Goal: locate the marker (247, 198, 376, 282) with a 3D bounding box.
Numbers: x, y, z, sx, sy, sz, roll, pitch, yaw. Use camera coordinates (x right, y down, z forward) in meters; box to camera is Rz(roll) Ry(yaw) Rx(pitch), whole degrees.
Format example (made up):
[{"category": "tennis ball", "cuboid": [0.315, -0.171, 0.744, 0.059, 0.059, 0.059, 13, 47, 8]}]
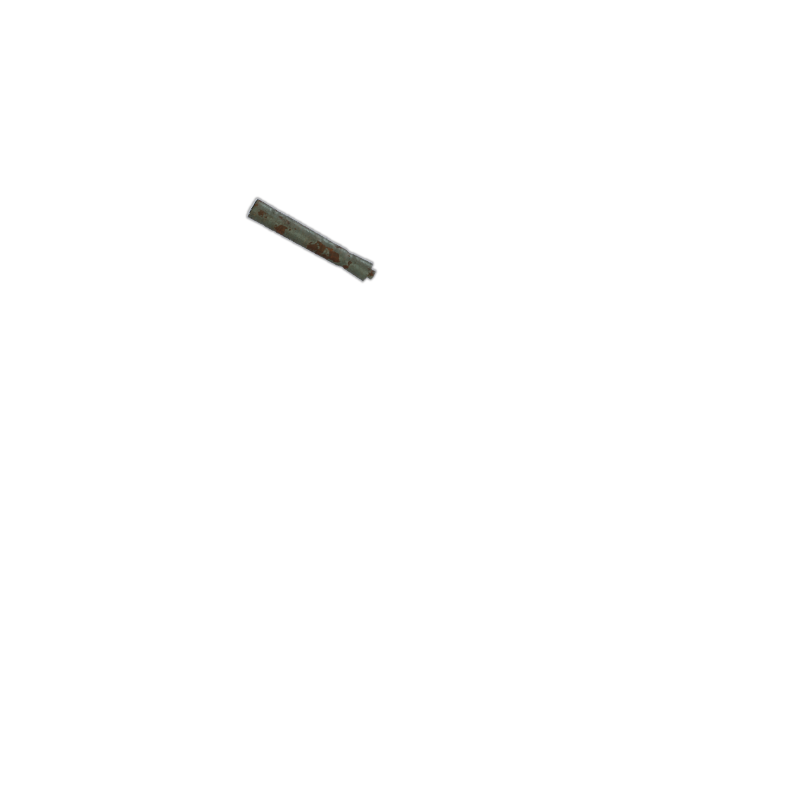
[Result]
[{"category": "marker", "cuboid": [-0.074, -0.136, 0.950, 0.119, 0.020, 0.020, 28, -1, -8]}]
